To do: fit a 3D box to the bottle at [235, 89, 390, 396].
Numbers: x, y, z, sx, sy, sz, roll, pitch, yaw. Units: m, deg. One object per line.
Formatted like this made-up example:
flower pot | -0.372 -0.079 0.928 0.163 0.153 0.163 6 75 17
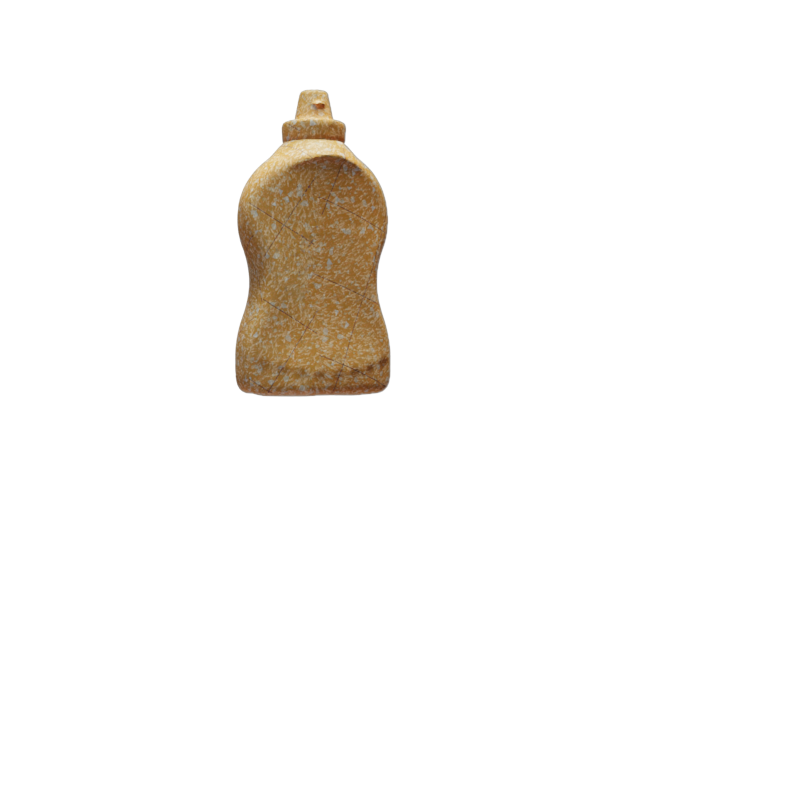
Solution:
bottle | -0.055 -0.100 0.701 0.094 0.194 0.059 1 -4 -20
